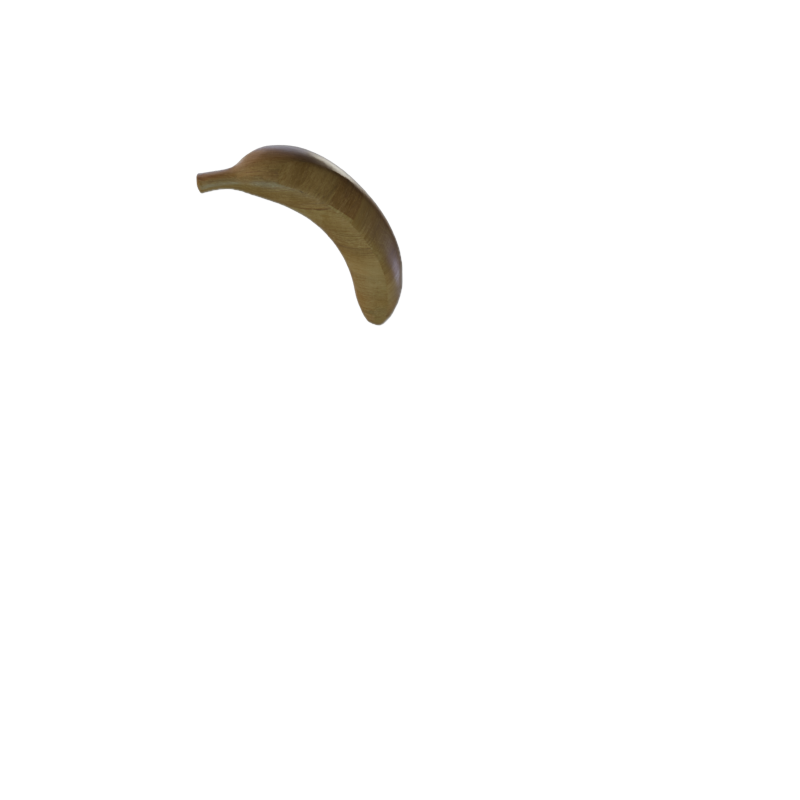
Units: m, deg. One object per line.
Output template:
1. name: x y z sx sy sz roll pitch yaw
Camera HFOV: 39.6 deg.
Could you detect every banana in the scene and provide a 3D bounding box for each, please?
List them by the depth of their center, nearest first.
1. banana: -0.044 -0.112 0.720 0.070 0.039 0.183 -23 -40 29
